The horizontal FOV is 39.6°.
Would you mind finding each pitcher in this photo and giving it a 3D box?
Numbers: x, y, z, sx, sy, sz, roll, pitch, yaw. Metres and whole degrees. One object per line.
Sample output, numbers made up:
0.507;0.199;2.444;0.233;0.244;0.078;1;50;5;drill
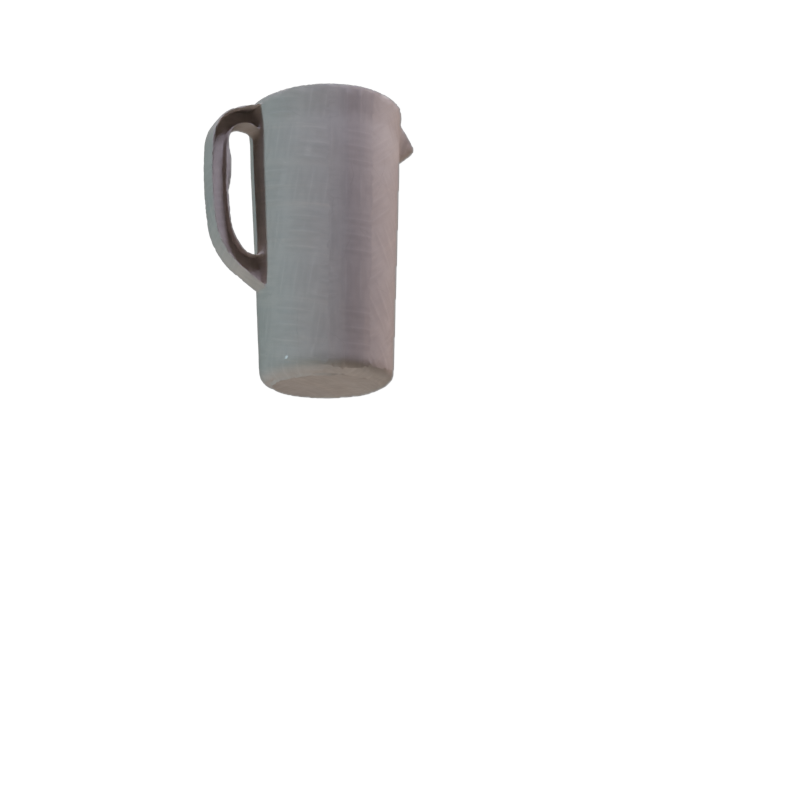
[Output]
-0.072;-0.131;0.917;0.152;0.254;0.136;-6;-18;16;pitcher
